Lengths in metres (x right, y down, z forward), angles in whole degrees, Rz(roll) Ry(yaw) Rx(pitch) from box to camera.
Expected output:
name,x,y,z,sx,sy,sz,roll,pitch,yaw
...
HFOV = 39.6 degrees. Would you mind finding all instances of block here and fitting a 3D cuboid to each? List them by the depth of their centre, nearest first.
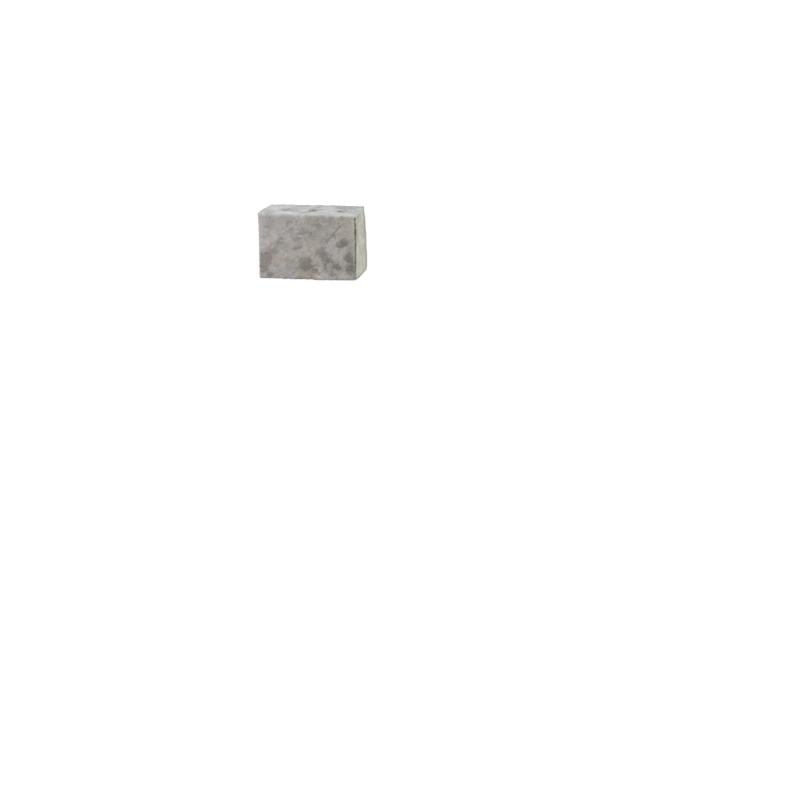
name,x,y,z,sx,sy,sz,roll,pitch,yaw
block,-0.067,-0.122,0.858,0.079,0.050,0.054,2,13,8
